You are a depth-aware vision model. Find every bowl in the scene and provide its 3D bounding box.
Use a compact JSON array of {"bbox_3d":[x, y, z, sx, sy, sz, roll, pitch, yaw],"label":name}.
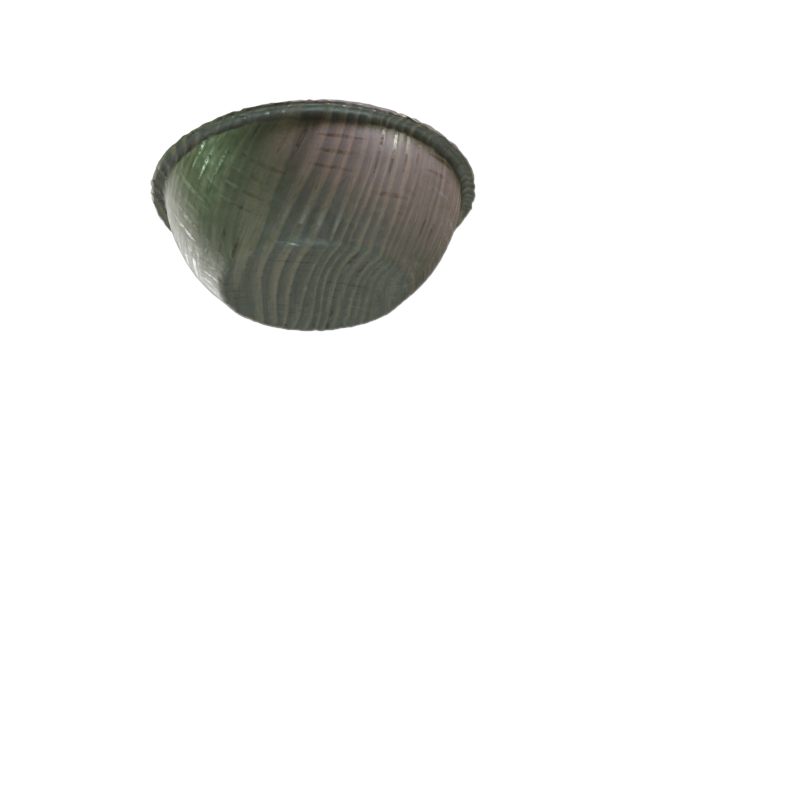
[{"bbox_3d":[-0.043,-0.078,0.543,0.162,0.058,0.153,1,-25,-2],"label":"bowl"}]
